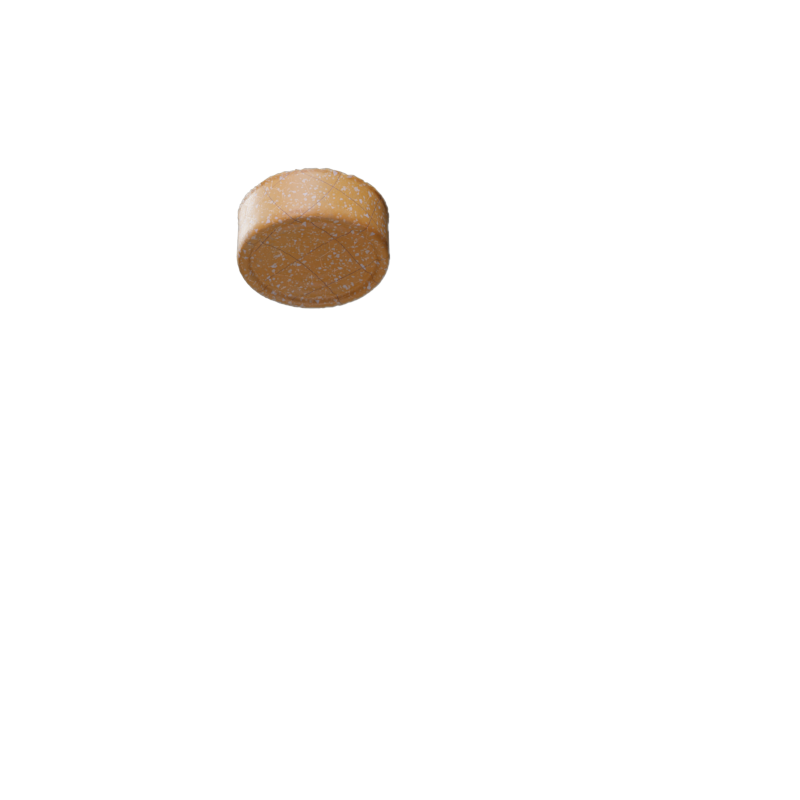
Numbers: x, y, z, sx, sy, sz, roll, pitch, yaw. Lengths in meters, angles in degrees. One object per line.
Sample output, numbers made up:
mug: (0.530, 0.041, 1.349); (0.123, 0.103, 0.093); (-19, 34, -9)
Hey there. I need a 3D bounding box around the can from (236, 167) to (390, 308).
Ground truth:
can: (-0.048, -0.088, 0.616); (0.086, 0.036, 0.080); (1, -35, -2)
